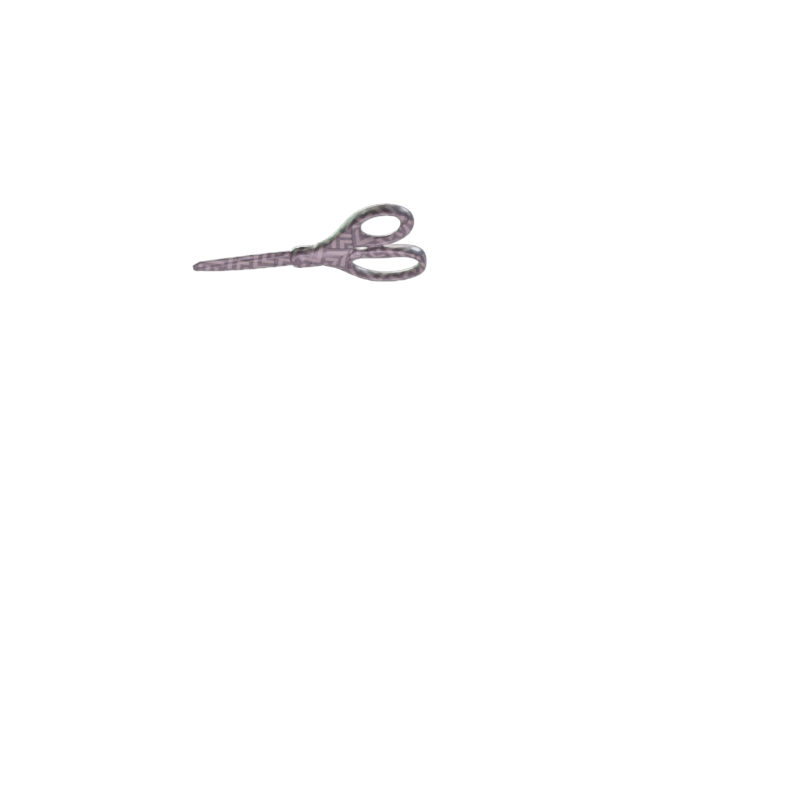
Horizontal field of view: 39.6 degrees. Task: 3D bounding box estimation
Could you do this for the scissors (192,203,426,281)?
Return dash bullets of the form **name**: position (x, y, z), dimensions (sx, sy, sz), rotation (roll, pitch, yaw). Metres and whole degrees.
- **scissors**: position (-0.074, -0.135, 0.946), dimensions (0.200, 0.017, 0.090), rotation (5, -40, -6)
